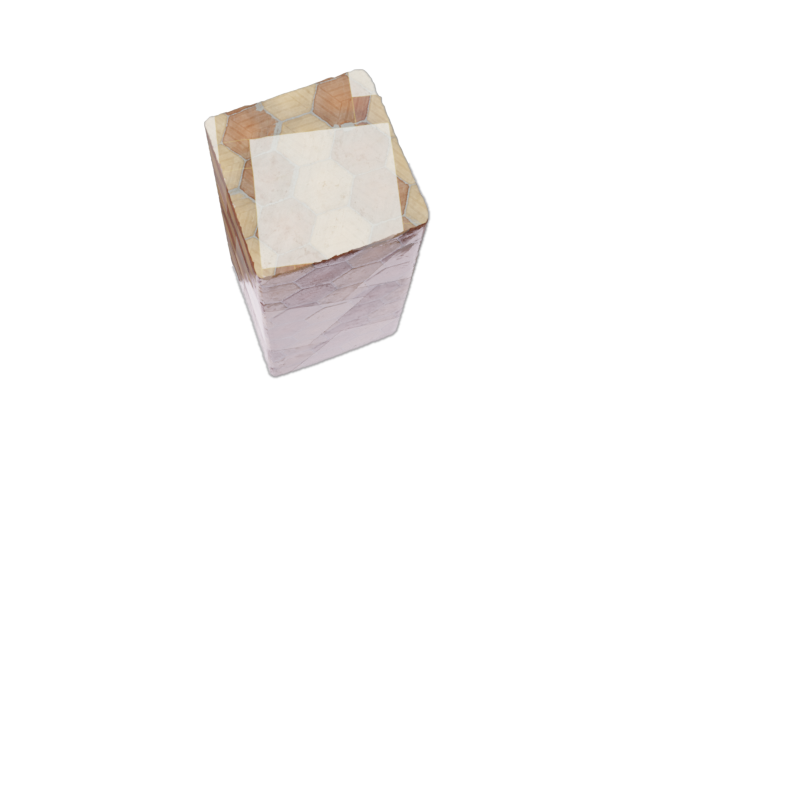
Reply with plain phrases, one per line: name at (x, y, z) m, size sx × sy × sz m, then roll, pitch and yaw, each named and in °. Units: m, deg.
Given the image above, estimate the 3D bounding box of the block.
block at (-0.049, -0.090, 0.633) m, size 0.090 × 0.095 × 0.199 m, roll -19°, pitch -12°, yaw -8°
